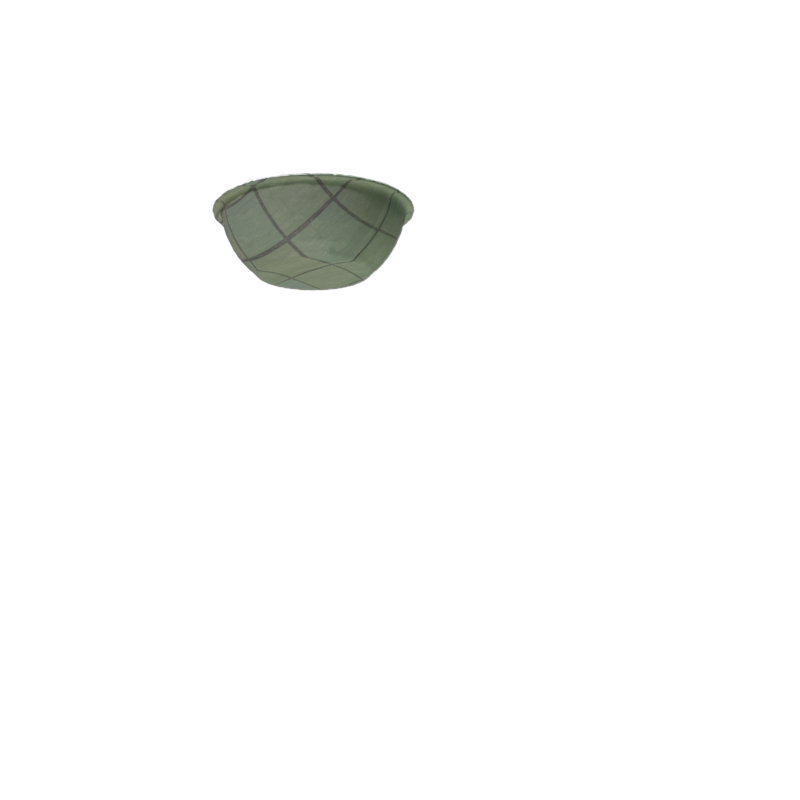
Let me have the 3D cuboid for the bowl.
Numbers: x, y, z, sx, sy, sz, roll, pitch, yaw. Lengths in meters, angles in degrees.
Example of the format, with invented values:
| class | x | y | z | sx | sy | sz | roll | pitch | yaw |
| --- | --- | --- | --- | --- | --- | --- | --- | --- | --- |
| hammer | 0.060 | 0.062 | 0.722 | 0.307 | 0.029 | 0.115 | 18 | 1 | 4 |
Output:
| class | x | y | z | sx | sy | sz | roll | pitch | yaw |
| --- | --- | --- | --- | --- | --- | --- | --- | --- | --- |
| bowl | -0.069 | -0.126 | 0.882 | 0.162 | 0.057 | 0.156 | 0 | -13 | -2 |
